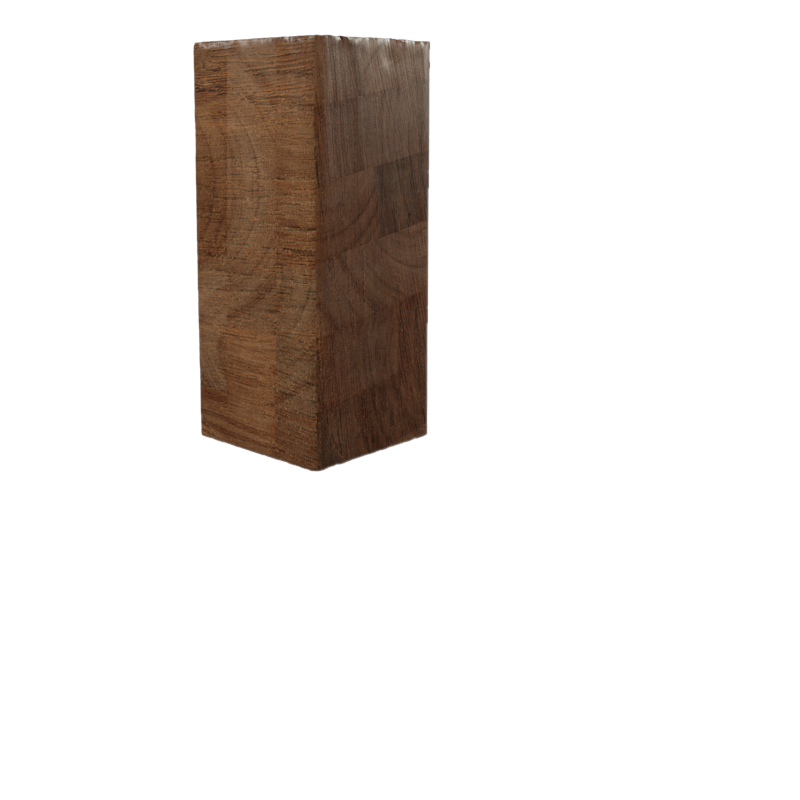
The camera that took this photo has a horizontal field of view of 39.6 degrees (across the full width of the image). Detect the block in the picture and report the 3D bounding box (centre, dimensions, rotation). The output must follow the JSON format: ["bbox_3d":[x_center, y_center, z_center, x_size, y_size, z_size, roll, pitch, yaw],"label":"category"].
[{"bbox_3d":[-0.046,-0.082,0.577,0.095,0.202,0.088,8,12,41],"label":"block"}]
